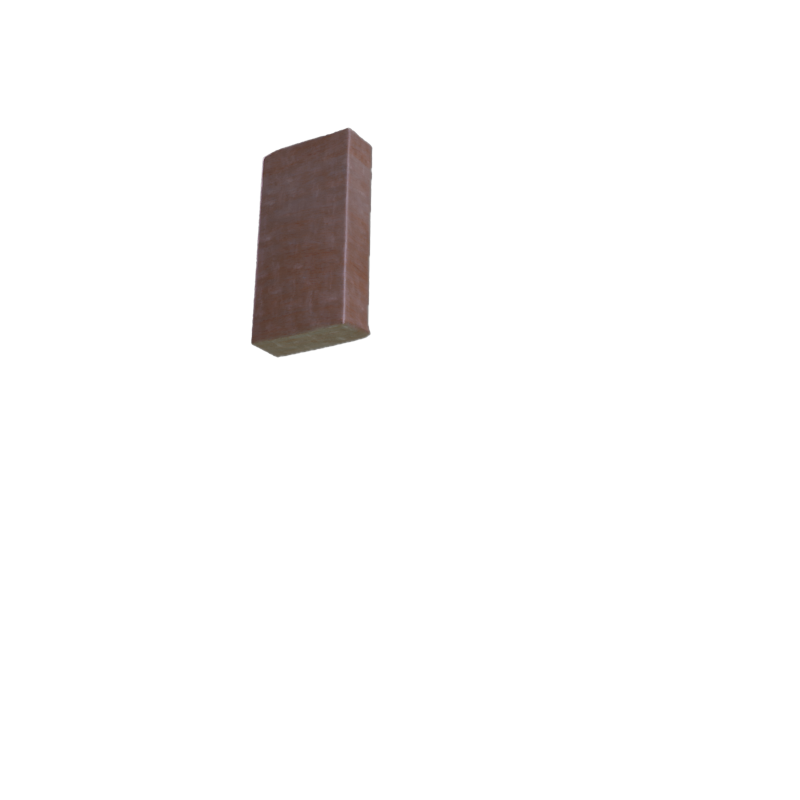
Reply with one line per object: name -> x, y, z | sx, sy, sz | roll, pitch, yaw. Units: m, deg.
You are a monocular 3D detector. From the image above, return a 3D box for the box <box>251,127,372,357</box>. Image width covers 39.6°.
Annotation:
box -> -0.072, -0.130, 0.913 | 0.095, 0.186, 0.045 | -14, -25, 29
